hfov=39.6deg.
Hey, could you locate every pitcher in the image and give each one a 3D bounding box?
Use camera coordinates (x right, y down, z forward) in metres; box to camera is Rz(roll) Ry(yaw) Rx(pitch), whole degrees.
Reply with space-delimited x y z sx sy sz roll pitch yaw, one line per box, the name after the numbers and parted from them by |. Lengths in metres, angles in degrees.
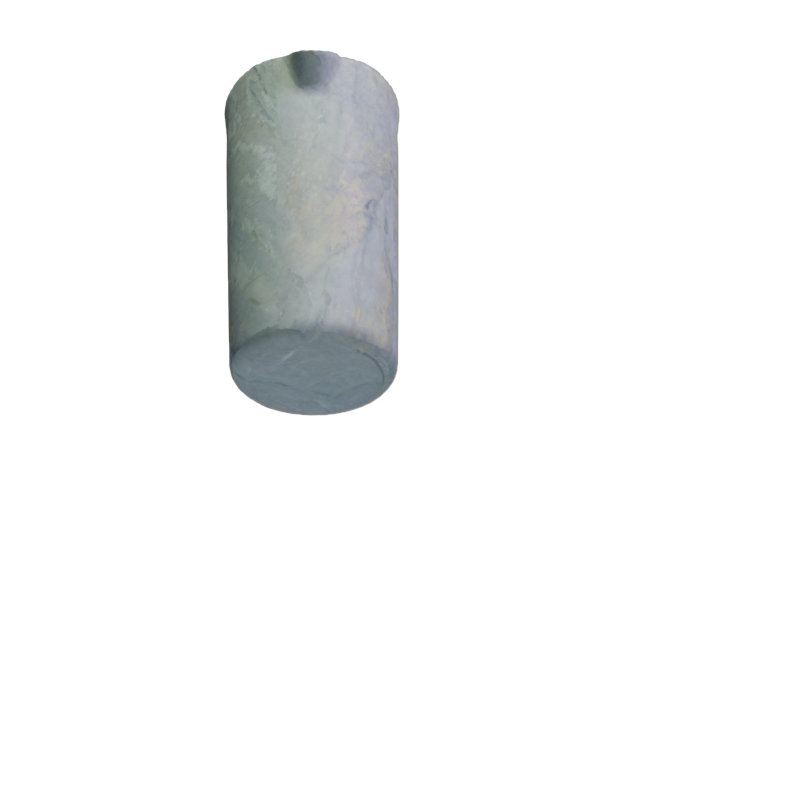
-0.061 -0.112 0.784 0.145 0.260 0.139 -27 -42 31 | pitcher
